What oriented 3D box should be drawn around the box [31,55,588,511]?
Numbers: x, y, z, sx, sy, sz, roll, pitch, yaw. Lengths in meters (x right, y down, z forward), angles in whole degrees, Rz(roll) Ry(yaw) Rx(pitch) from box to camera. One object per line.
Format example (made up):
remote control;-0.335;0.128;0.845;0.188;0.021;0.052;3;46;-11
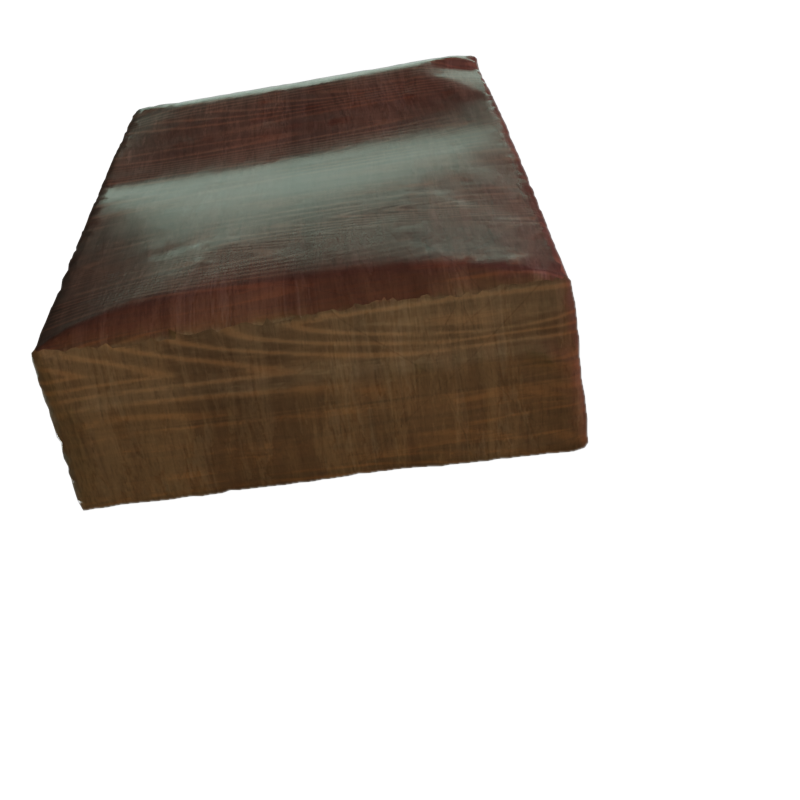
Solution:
box;-0.033;-0.061;0.427;0.165;0.067;0.228;-8;33;2
